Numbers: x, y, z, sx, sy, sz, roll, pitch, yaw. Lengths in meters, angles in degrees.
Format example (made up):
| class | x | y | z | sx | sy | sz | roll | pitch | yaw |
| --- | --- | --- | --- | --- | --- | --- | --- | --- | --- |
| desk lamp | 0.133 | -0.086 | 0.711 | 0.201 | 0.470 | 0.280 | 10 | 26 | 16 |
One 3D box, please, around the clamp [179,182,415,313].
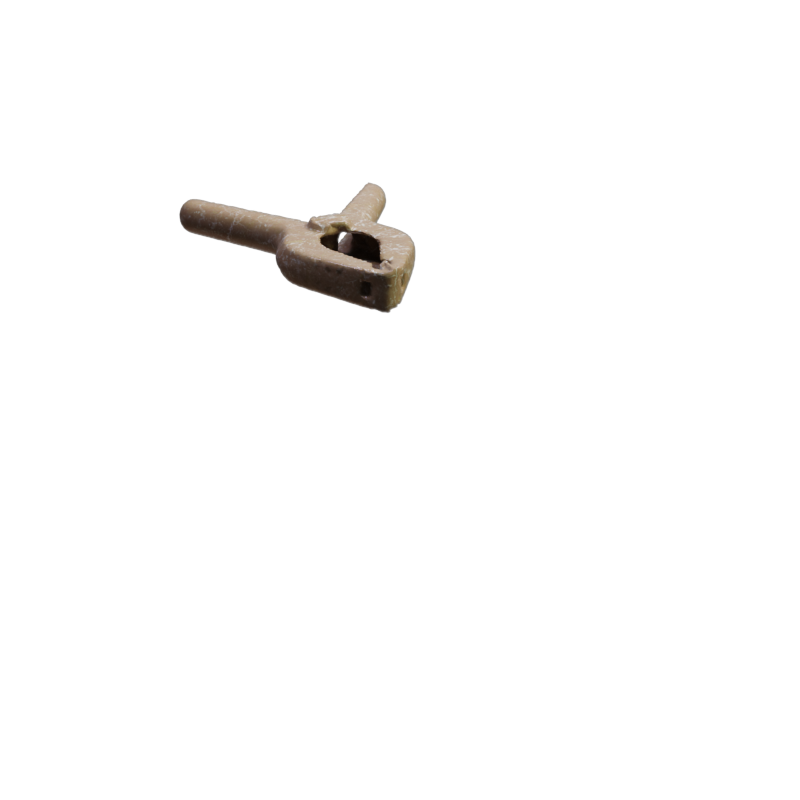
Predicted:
| class | x | y | z | sx | sy | sz | roll | pitch | yaw |
| --- | --- | --- | --- | --- | --- | --- | --- | --- | --- |
| clamp | -0.060 | -0.110 | 0.772 | 0.162 | 0.035 | 0.224 | -8 | 27 | -15 |
